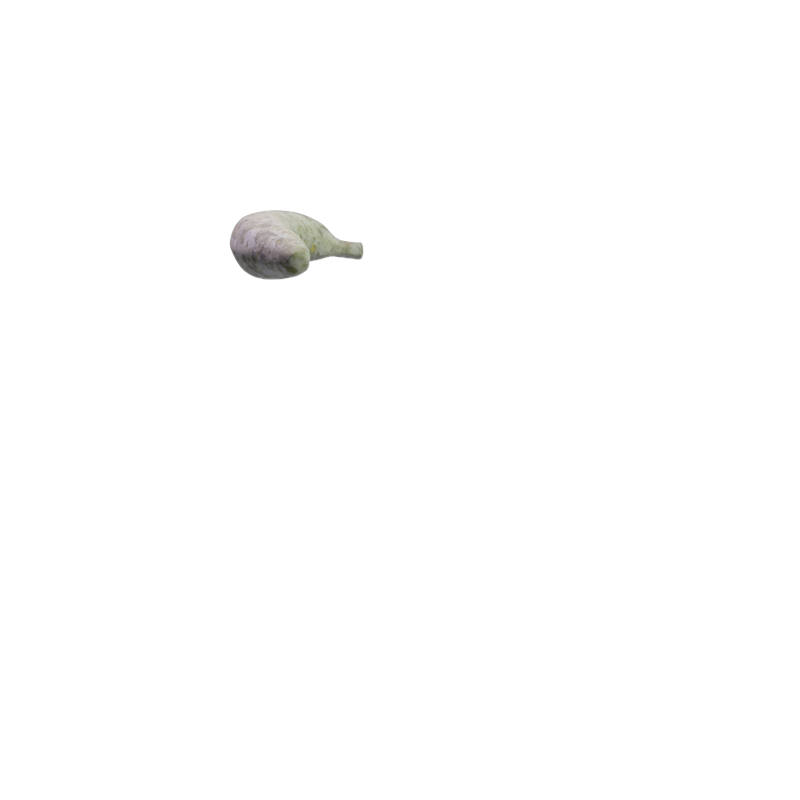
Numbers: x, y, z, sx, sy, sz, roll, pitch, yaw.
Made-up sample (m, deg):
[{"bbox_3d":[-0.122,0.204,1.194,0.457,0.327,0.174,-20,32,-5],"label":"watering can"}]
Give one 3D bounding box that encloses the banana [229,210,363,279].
[{"bbox_3d":[-0.072,-0.100,0.695,0.070,0.036,0.198,1,11,8],"label":"banana"}]
